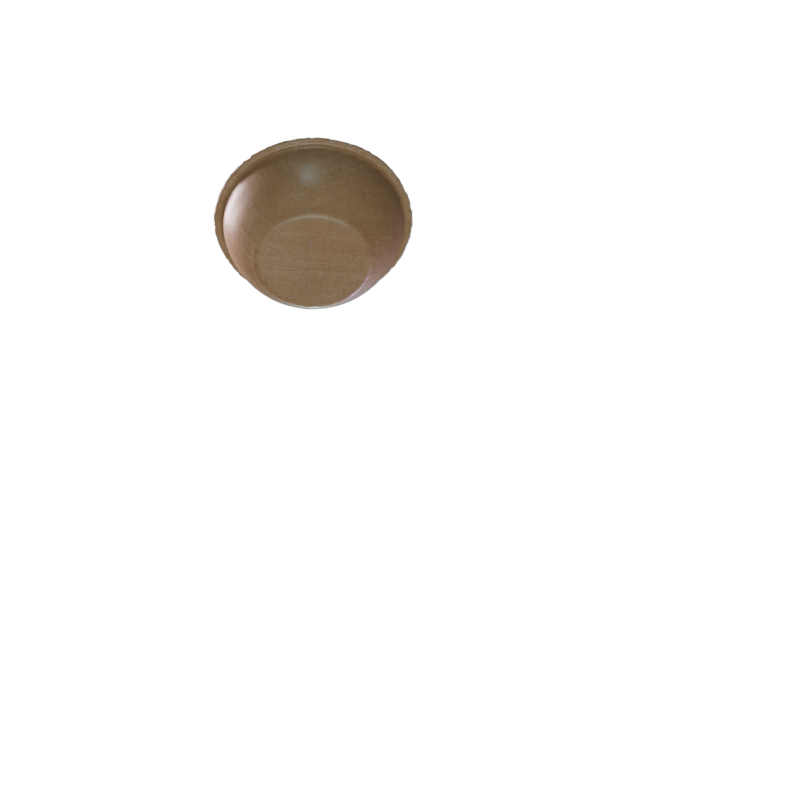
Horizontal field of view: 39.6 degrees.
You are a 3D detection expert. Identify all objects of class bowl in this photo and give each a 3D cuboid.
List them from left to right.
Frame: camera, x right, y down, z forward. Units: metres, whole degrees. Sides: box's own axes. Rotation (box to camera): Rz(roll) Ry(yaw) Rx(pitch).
[{"bbox_3d":[-0.069,-0.126,0.882,0.162,0.151,0.059,1,39,-1],"label":"bowl"}]
